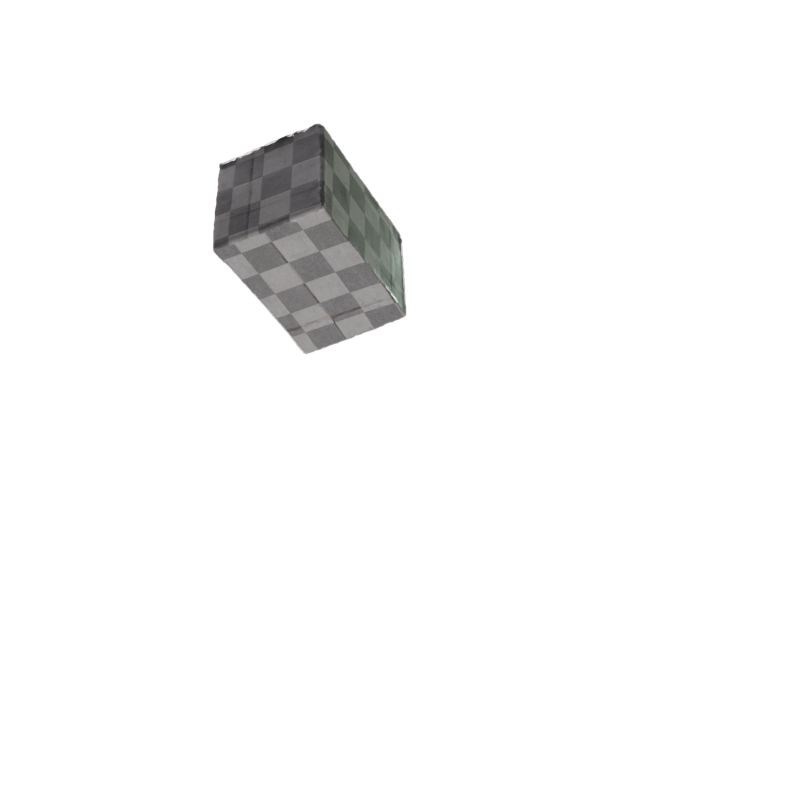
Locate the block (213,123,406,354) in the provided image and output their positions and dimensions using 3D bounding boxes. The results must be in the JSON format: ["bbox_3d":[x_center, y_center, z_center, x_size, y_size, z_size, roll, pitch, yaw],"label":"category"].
[{"bbox_3d":[-0.037,-0.068,0.474,0.053,0.055,0.072,-19,-44,19],"label":"block"}]
